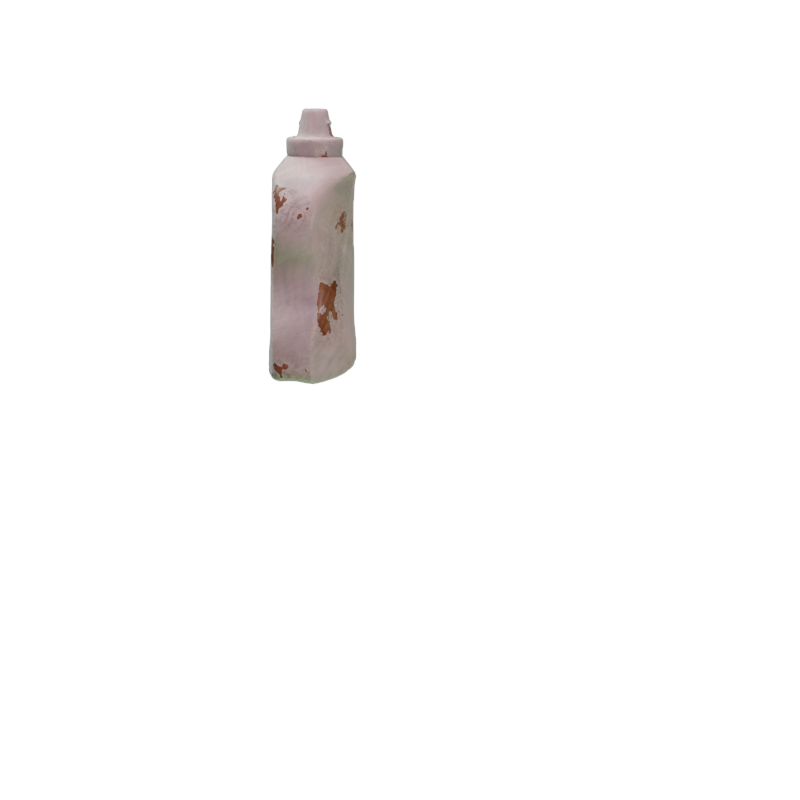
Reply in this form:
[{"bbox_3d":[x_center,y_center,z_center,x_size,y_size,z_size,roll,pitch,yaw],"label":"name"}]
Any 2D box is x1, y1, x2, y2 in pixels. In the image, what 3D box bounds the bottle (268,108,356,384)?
[{"bbox_3d":[-0.063,-0.115,0.805,0.060,0.188,0.095,3,10,18],"label":"bottle"}]
